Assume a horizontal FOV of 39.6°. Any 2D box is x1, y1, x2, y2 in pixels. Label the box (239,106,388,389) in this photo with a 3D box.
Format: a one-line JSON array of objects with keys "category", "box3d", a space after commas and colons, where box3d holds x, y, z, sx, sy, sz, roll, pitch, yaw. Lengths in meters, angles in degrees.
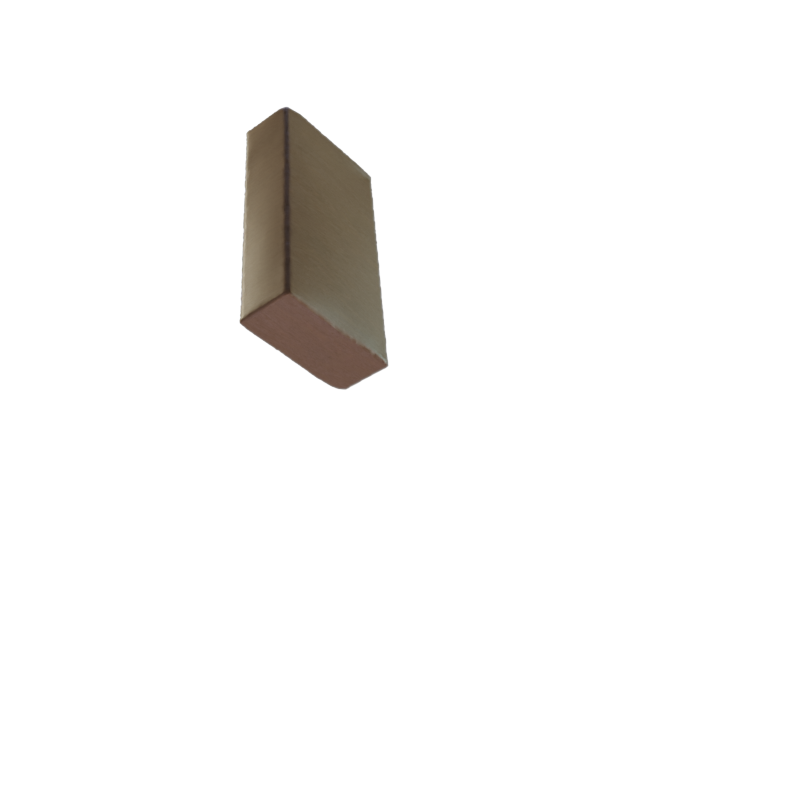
[{"category": "box", "box3d": [-0.056, -0.102, 0.711, 0.048, 0.189, 0.087, -31, -47, 28]}]
